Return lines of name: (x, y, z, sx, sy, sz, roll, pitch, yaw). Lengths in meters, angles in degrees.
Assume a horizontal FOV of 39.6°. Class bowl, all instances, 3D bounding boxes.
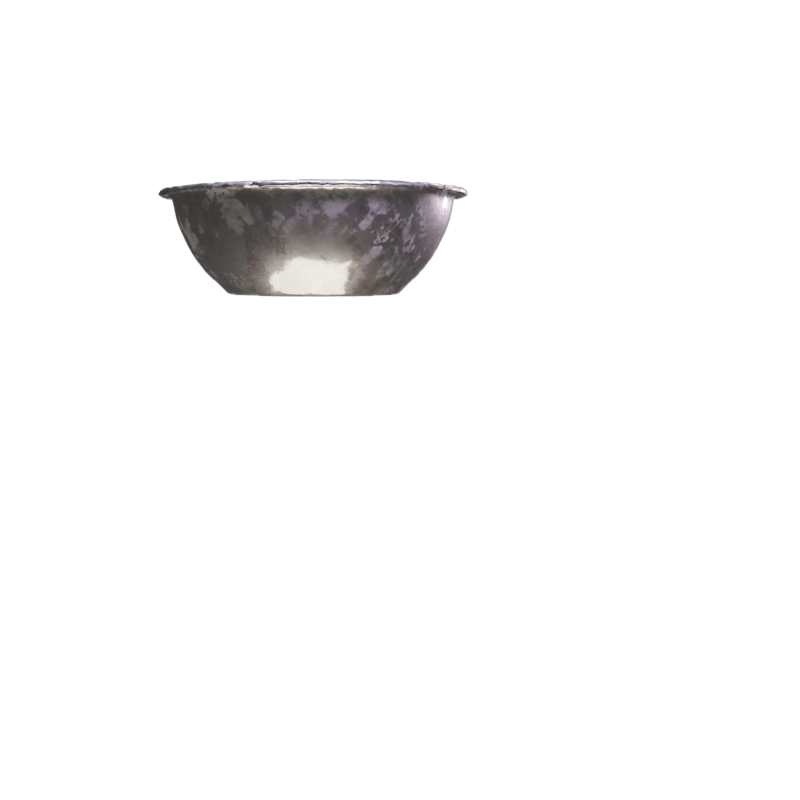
bowl: (-0.046, -0.083, 0.583, 0.162, 0.055, 0.164, 0, 7, -2)
